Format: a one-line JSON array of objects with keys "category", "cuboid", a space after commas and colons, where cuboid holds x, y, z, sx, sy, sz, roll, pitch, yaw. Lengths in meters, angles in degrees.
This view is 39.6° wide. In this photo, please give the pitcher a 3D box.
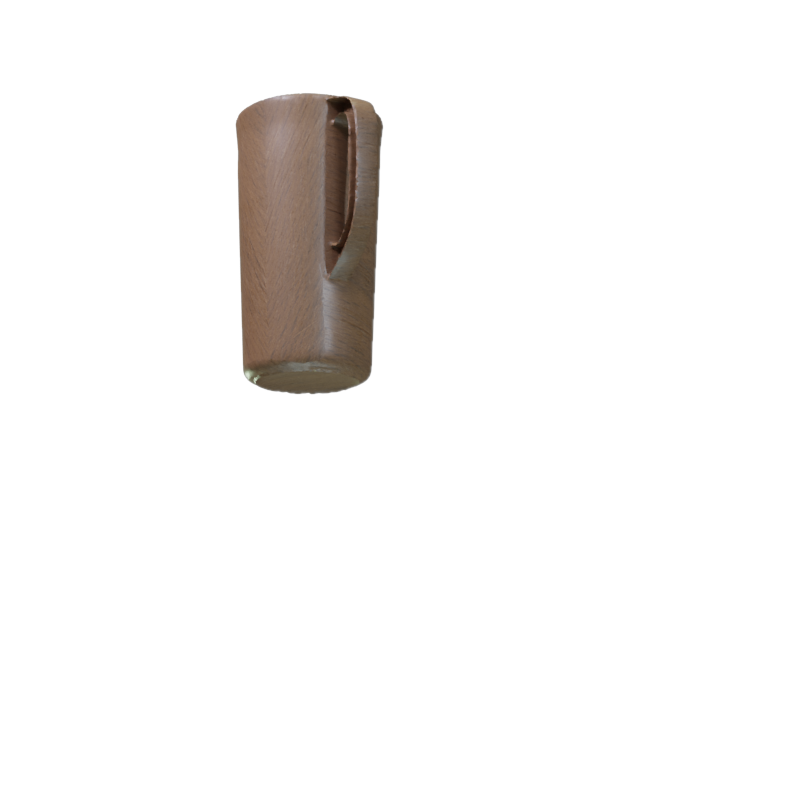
[{"category": "pitcher", "cuboid": [-0.075, -0.136, 0.954, 0.147, 0.254, 0.141, -5, -18, 14]}]
